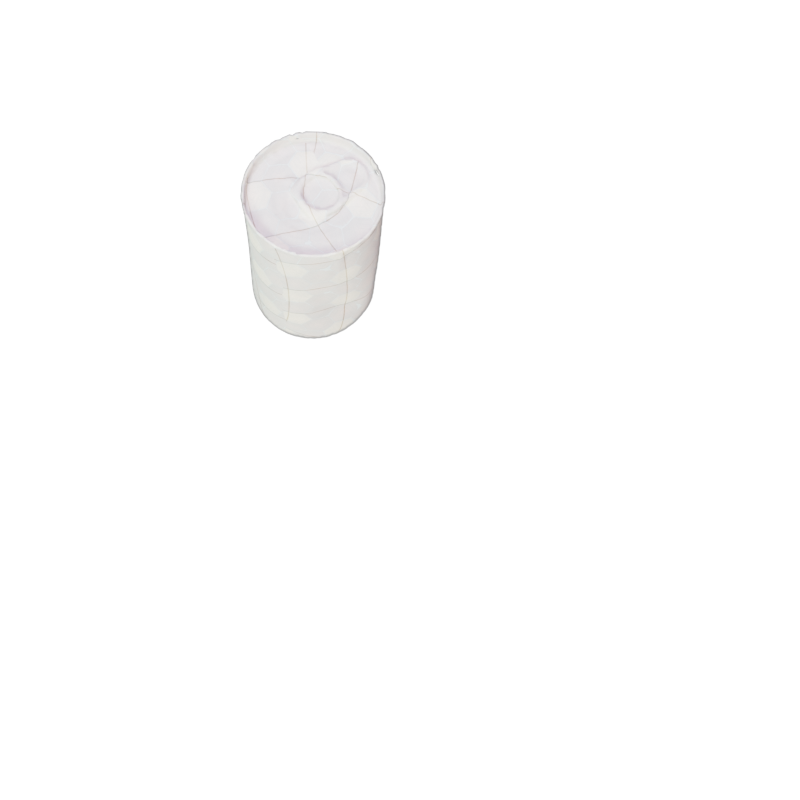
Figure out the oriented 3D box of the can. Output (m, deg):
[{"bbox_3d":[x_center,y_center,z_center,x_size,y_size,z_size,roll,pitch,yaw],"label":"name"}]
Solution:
[{"bbox_3d":[-0.044,-0.080,0.562,0.068,0.072,0.097,0,-22,-3],"label":"can"}]
